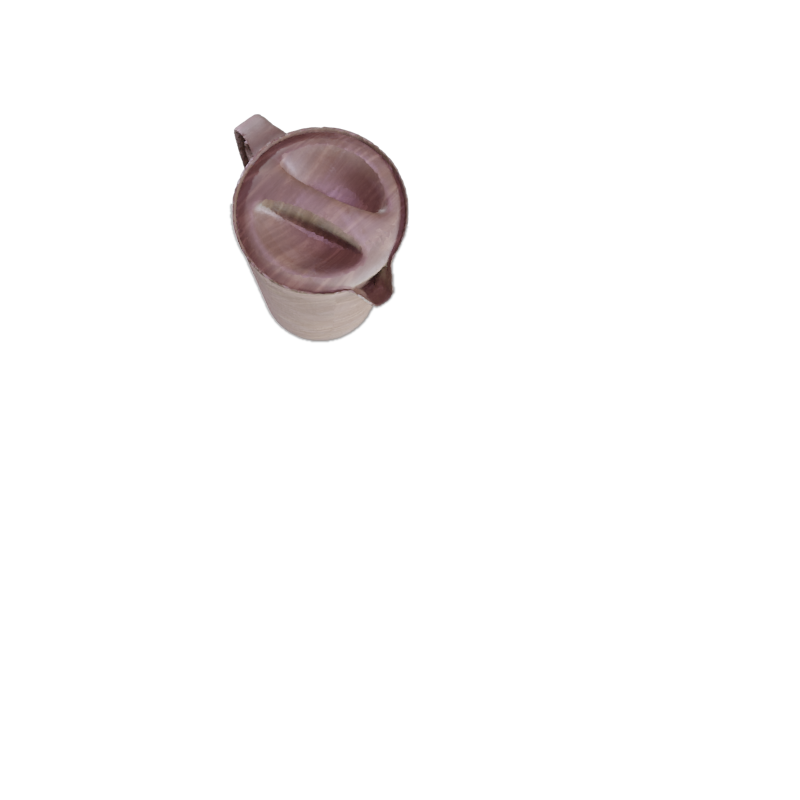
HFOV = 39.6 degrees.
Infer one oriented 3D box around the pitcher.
[{"bbox_3d":[-0.074,-0.134,0.940,0.145,0.154,0.236,8,-12,-2],"label":"pitcher"}]
